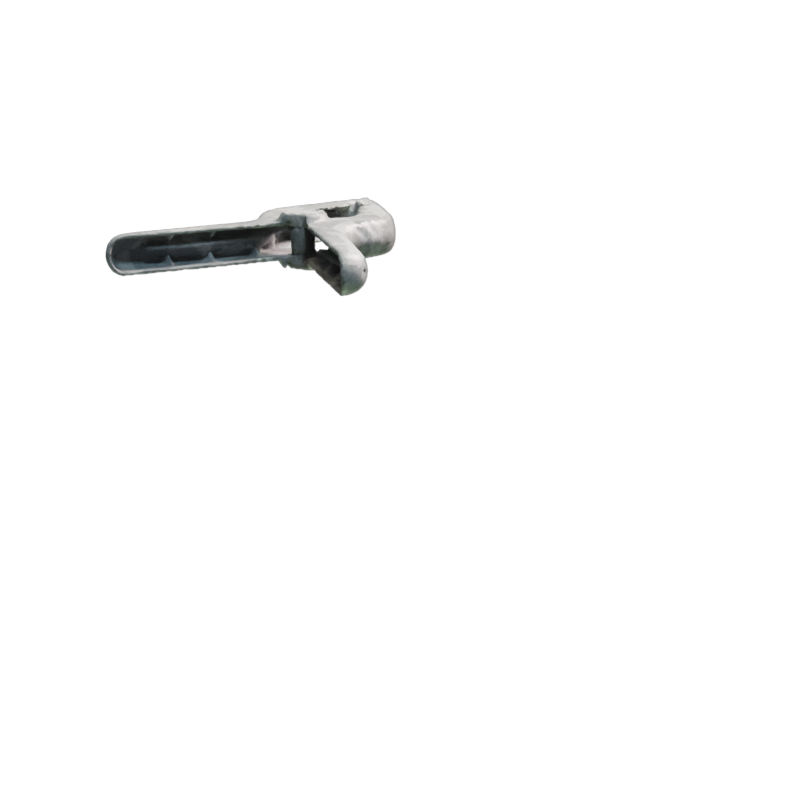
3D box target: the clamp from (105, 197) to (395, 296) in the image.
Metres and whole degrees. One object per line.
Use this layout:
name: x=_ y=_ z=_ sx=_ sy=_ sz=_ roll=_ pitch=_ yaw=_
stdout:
clamp: x=-0.054 y=-0.098 z=0.690 sx=0.172 sy=0.035 sz=0.207 roll=10 pitch=20 yaw=30
